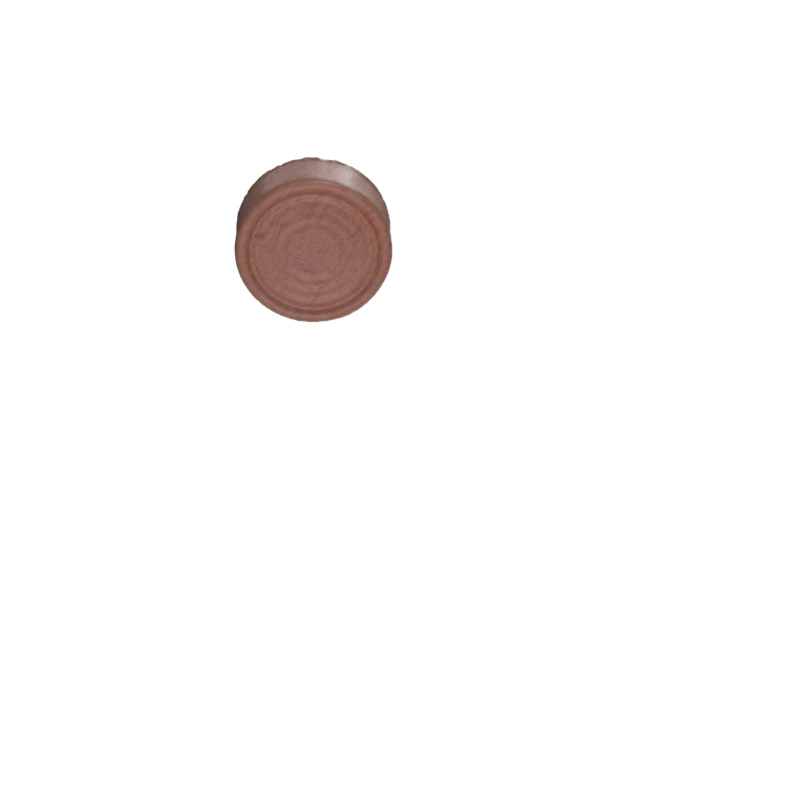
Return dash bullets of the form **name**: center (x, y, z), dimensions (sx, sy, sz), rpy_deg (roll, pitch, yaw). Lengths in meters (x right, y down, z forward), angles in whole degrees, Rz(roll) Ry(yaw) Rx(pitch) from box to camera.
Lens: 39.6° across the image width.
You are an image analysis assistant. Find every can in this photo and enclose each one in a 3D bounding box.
- **can**: center (-0.047, -0.086, 0.602), dimensions (0.086, 0.081, 0.036), rpy_deg (1, 28, -1)
